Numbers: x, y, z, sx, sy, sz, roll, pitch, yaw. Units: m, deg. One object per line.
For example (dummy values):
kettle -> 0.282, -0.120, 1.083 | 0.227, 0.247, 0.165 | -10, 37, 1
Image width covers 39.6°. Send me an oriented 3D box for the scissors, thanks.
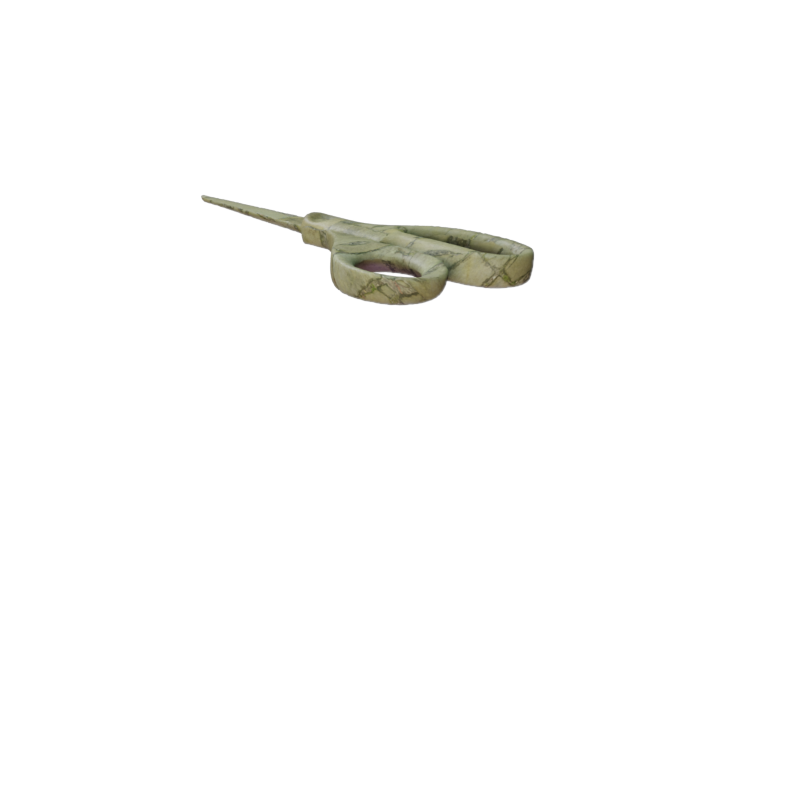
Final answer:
scissors -> -0.040, -0.073, 0.512 | 0.211, 0.015, 0.096 | 13, 25, 30
